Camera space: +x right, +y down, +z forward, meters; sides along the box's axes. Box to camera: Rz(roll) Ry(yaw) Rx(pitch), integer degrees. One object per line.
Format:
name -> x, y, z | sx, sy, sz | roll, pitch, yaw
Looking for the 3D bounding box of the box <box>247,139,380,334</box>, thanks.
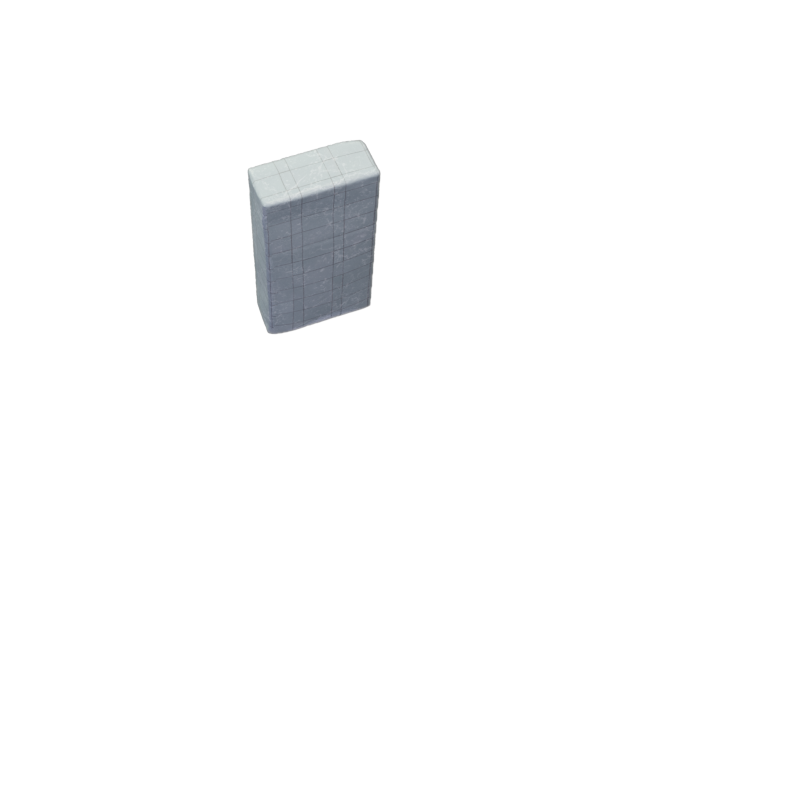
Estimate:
box -> -0.068, -0.125, 0.872 | 0.092, 0.052, 0.165 | -17, -31, -15
